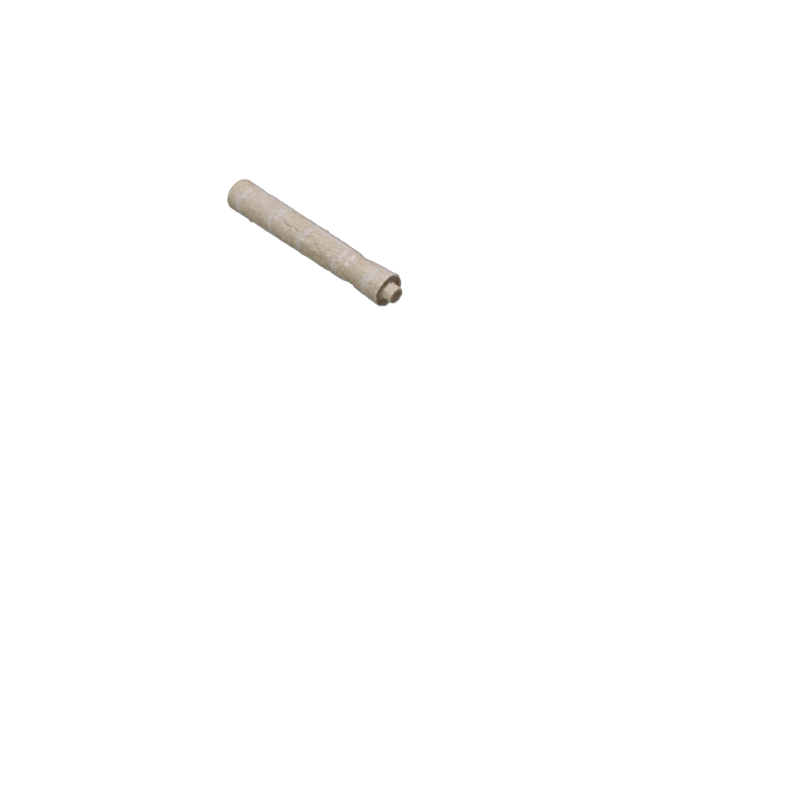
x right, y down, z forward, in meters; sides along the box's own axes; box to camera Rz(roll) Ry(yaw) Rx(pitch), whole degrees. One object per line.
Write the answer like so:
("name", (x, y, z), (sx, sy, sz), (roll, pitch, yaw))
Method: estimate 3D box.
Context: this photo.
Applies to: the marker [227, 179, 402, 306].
("marker", (-0.046, -0.084, 0.589), (0.129, 0.019, 0.019), (36, 24, 32))
